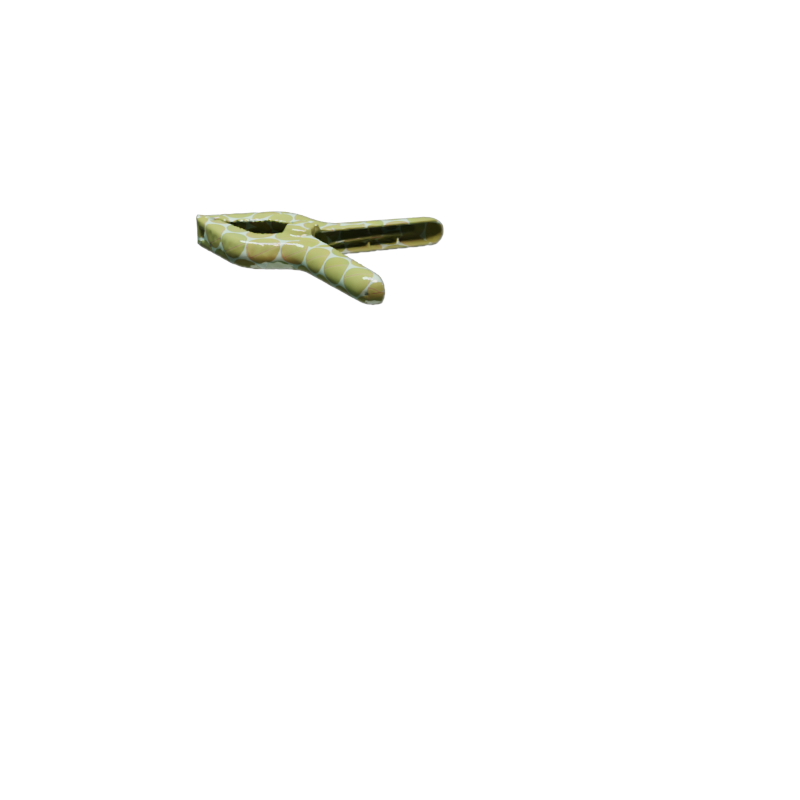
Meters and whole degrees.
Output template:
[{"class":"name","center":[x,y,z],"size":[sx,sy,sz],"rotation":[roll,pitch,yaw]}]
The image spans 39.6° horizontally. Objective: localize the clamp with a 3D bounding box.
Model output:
[{"class":"clamp","center":[-0.074,-0.135,0.947],"size":[0.219,0.035,0.166],"rotation":[13,29,25]}]
